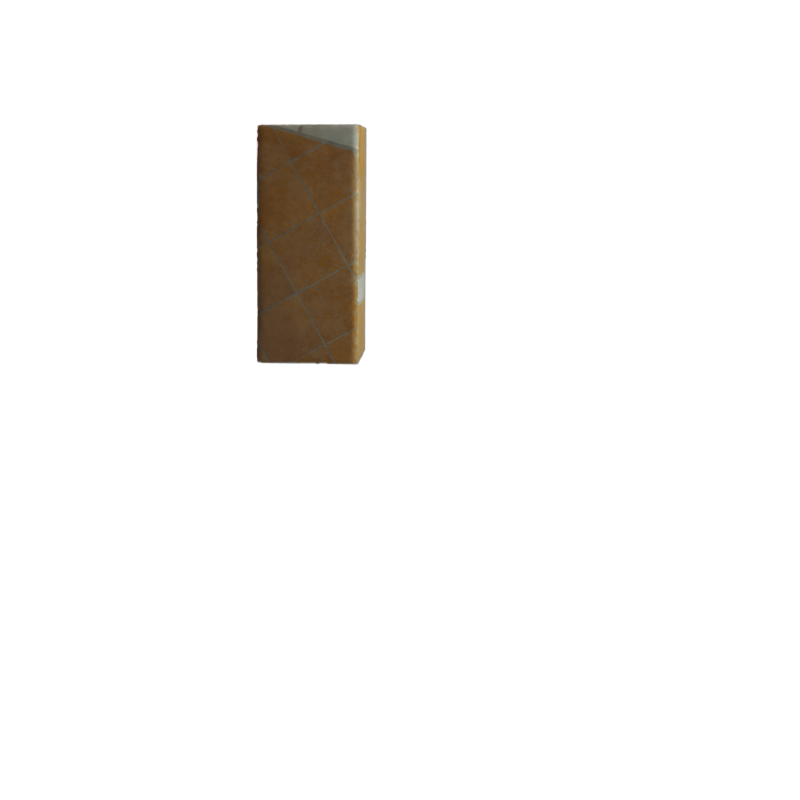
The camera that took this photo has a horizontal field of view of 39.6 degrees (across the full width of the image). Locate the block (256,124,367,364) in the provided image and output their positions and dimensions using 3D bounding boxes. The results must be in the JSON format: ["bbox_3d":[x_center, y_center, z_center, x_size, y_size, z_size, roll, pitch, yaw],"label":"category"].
[{"bbox_3d":[-0.077,-0.141,0.990,0.091,0.204,0.091,1,4,5],"label":"block"}]
